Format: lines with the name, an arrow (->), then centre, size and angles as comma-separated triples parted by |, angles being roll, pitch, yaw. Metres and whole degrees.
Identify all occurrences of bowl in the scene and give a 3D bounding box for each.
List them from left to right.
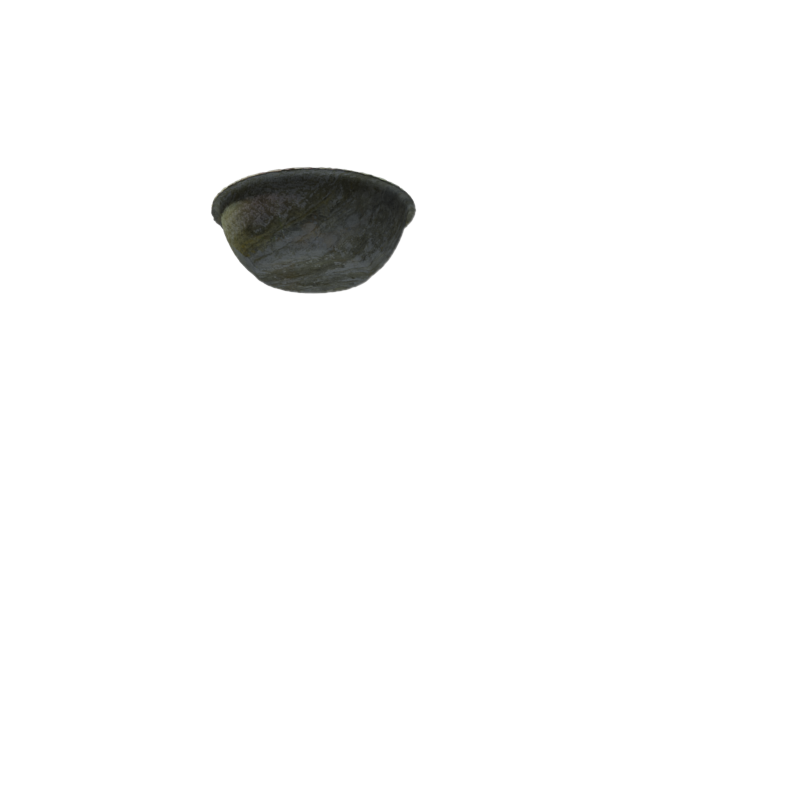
bowl -> -0.068, -0.124, 0.866 | 0.162, 0.058, 0.155 | 0, -16, -2
